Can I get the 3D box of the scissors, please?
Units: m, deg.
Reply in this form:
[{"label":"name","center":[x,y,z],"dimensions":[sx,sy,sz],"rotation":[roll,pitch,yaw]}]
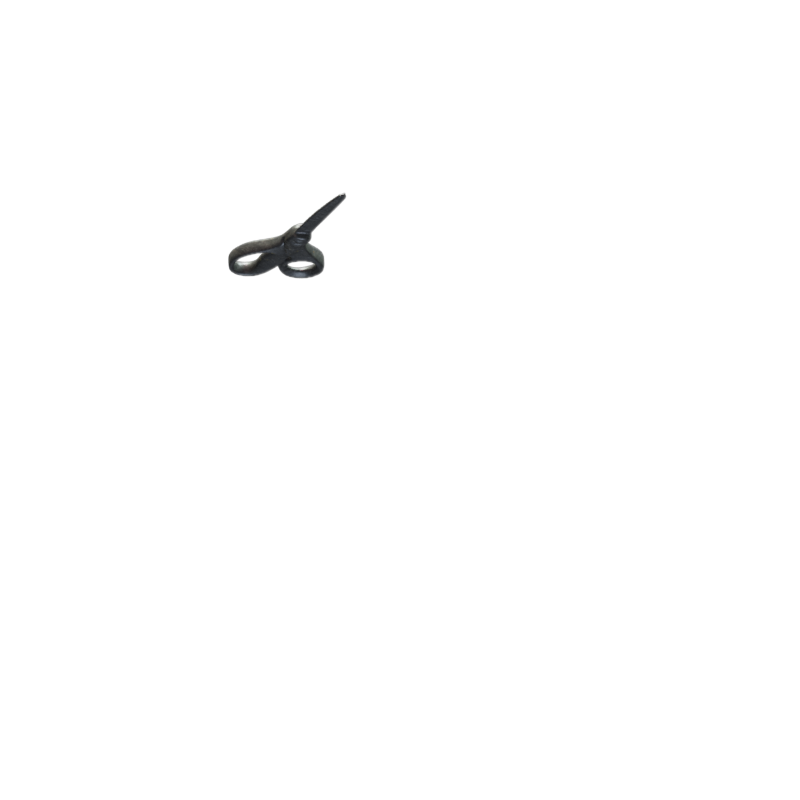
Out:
[{"label":"scissors","center":[-0.076,-0.138,0.967],"dimensions":[0.091,0.016,0.204],"rotation":[10,-16,-39]}]
